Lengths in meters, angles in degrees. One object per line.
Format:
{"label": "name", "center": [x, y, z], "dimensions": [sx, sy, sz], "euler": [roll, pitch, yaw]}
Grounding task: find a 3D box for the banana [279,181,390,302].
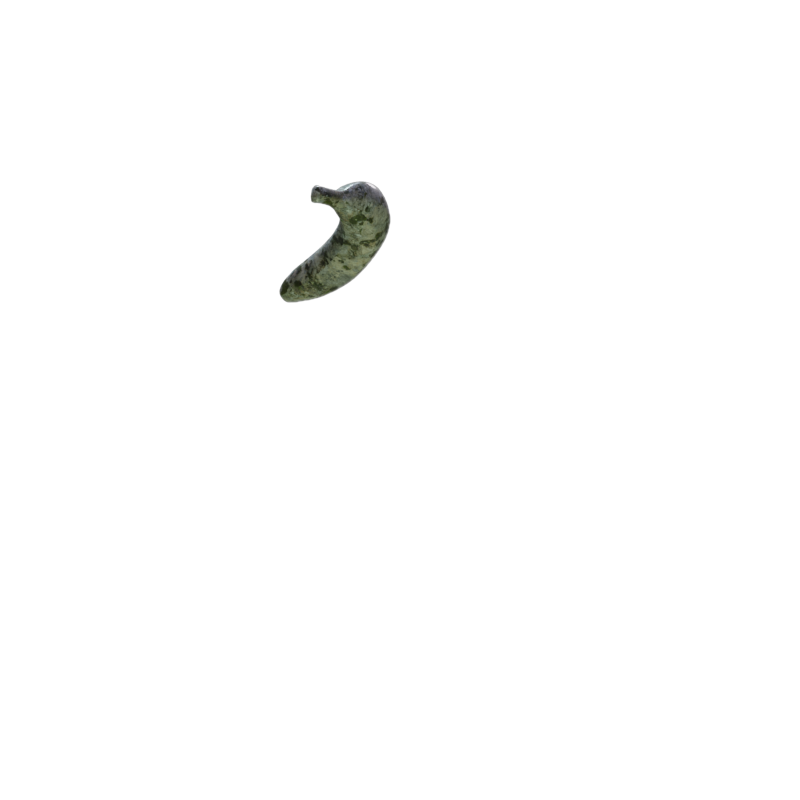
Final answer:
{"label": "banana", "center": [-0.048, -0.122, 0.849], "dimensions": [0.069, 0.039, 0.190], "euler": [4, -20, -11]}
